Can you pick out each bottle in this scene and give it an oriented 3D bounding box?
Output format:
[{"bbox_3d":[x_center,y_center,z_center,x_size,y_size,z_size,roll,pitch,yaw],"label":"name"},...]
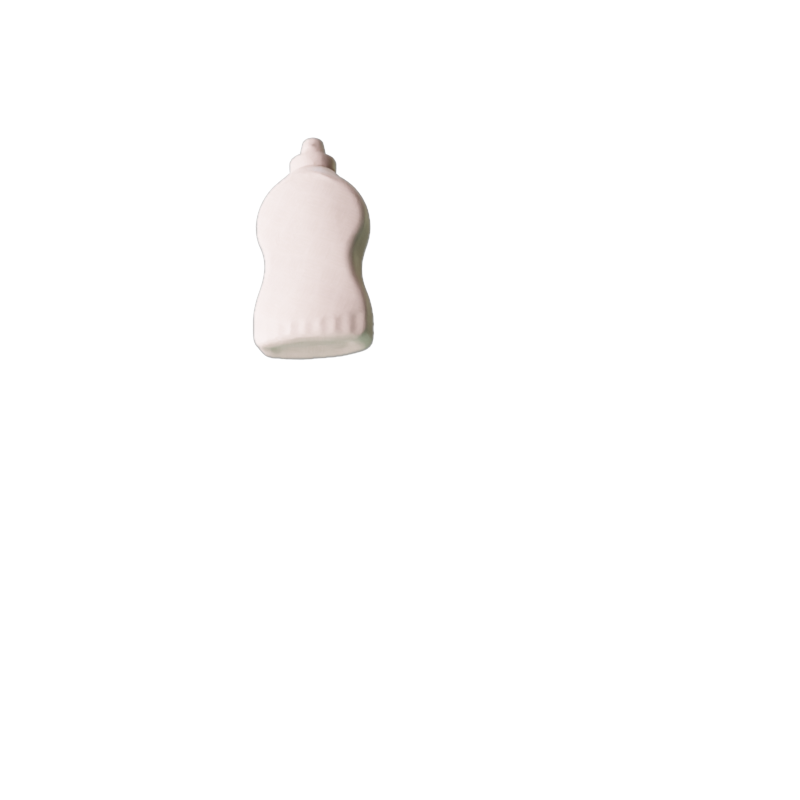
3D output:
[{"bbox_3d":[-0.073,-0.133,0.931,0.097,0.202,0.055,-7,-24,12],"label":"bottle"}]
